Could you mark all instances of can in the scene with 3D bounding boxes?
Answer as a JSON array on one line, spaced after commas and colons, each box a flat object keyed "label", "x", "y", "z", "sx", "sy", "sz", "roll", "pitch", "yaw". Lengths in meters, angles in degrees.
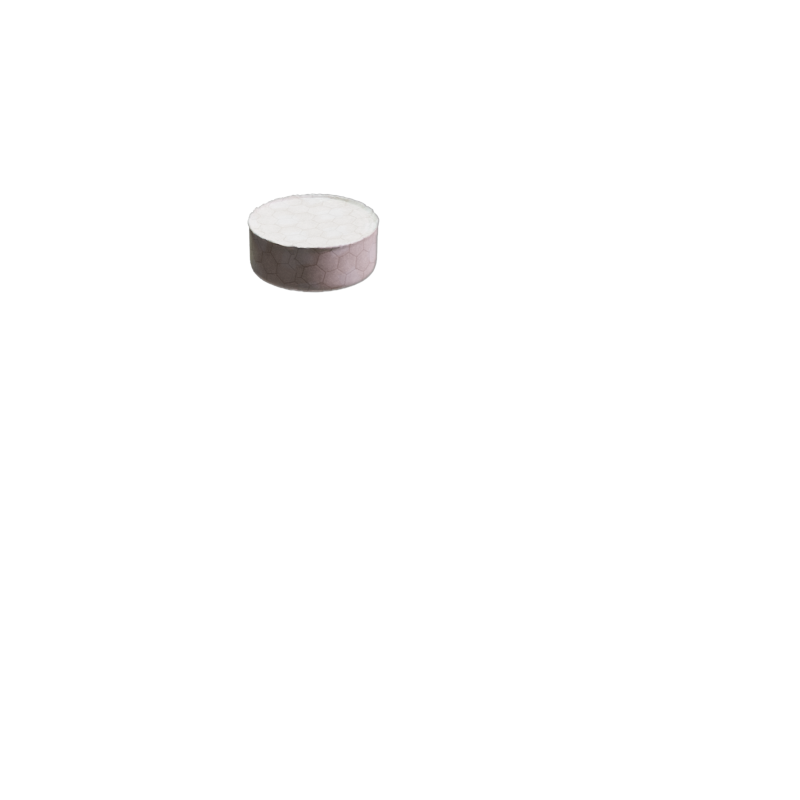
[{"label": "can", "x": -0.057, "y": -0.104, "z": 0.731, "sx": 0.086, "sy": 0.032, "sz": 0.091, "roll": -1, "pitch": 31, "yaw": -2}]
